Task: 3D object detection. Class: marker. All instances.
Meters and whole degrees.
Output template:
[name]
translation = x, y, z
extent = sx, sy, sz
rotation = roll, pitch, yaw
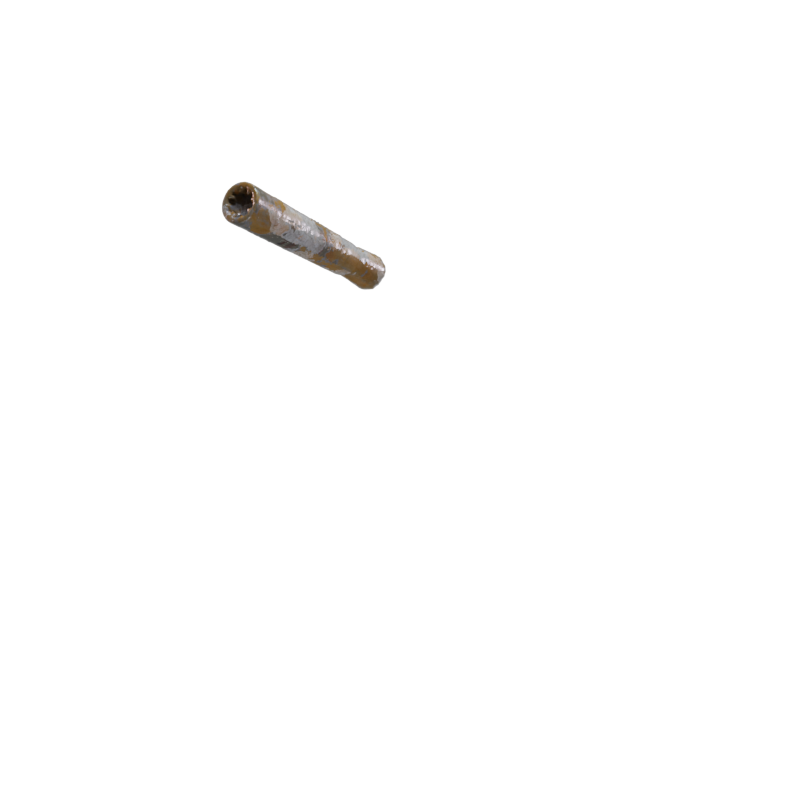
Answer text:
[marker]
translation = -0.040, -0.073, 0.515
extent = 0.020, 0.020, 0.114
rotation = 3, -9, 30
